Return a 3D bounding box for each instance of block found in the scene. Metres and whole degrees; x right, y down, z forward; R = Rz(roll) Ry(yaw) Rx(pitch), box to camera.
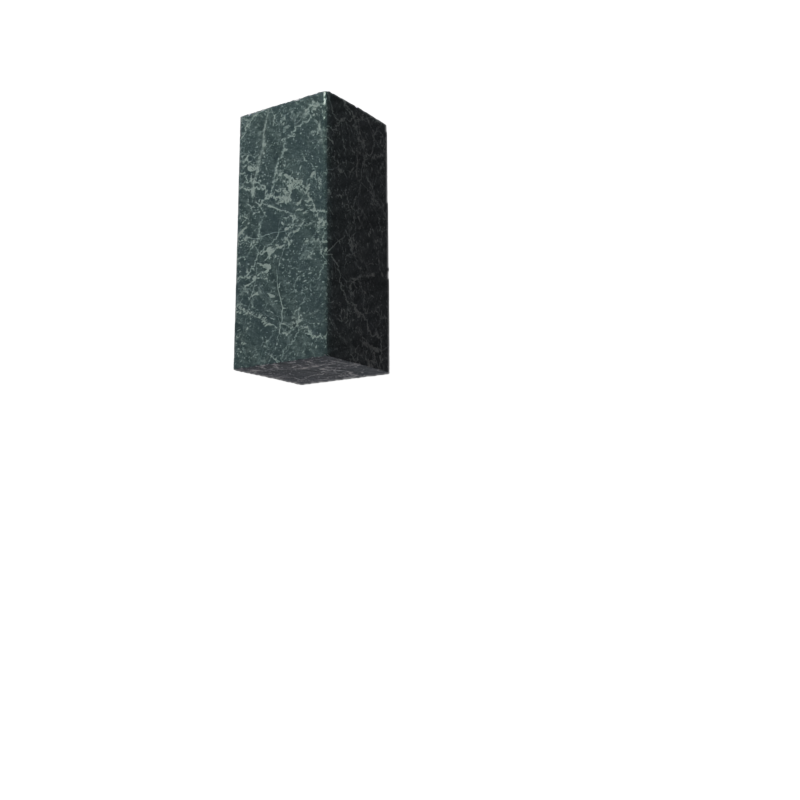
[{"bbox_3d":[-0.068,-0.124,0.871,0.093,0.214,0.085,-11,-18,32],"label":"block"}]
